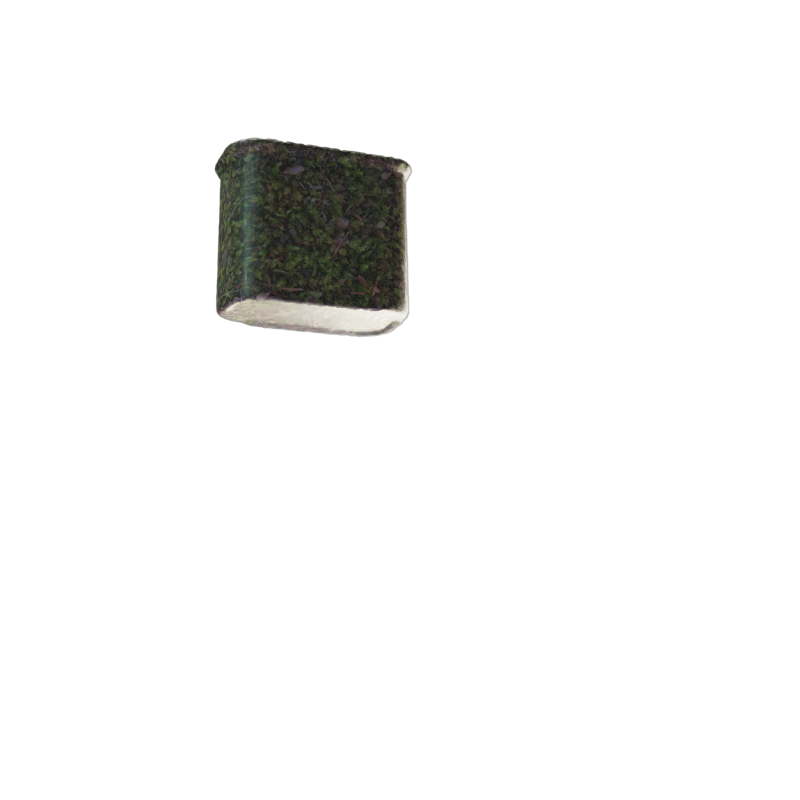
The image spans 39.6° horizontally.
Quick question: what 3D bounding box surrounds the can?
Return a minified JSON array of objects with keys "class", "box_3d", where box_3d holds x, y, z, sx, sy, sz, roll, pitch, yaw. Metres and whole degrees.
[{"class":"can","box_3d":[-0.045,-0.082,0.574,0.099,0.087,0.057,5,-18,-20]}]
